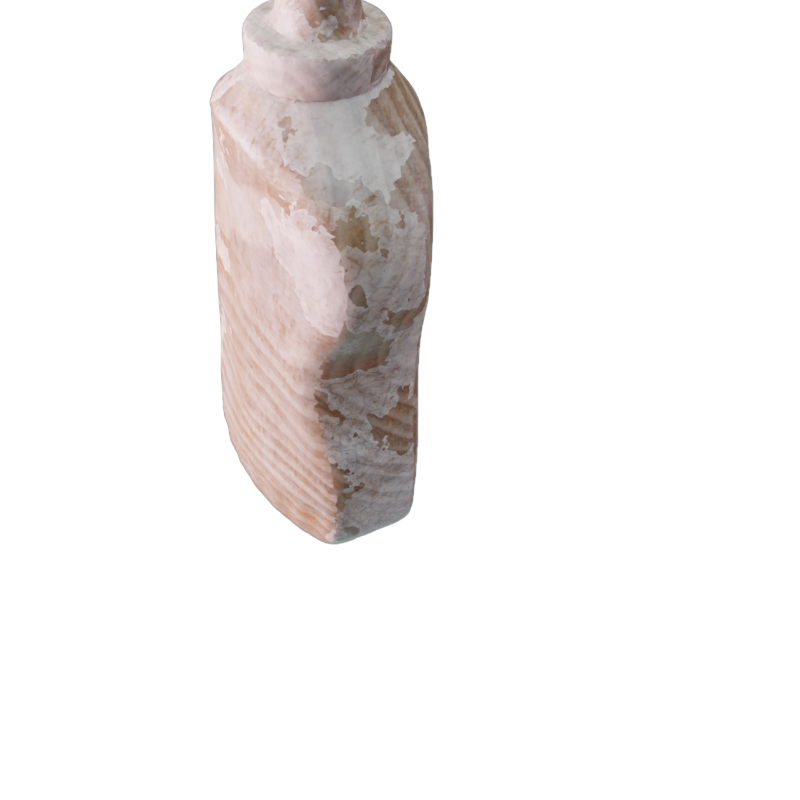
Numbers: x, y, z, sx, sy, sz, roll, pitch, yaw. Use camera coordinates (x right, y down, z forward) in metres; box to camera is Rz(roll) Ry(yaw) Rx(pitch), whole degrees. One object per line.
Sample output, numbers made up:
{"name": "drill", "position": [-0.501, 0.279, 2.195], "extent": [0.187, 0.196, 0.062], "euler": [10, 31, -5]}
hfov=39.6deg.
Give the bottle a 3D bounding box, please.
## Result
{"name": "bottle", "position": [-0.027, -0.050, 0.346], "extent": [0.058, 0.179, 0.104], "euler": [-16, 46, -20]}
